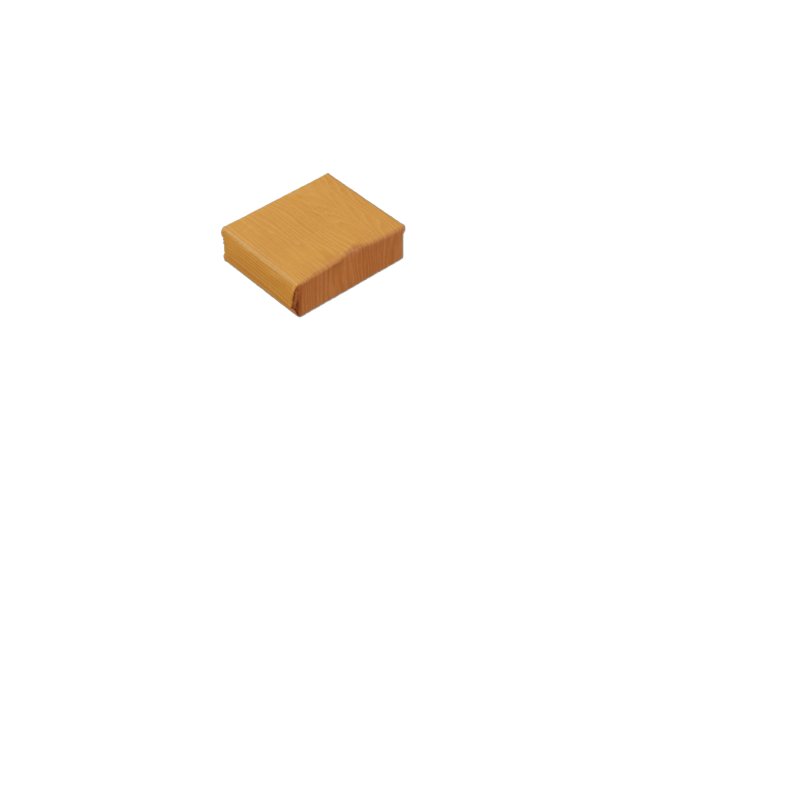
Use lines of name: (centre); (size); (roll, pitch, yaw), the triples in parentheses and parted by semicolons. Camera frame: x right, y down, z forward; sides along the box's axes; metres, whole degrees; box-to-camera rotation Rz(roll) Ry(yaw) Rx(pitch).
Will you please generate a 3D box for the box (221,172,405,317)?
box: (-0.053, -0.097, 0.679); (0.089, 0.028, 0.078); (-32, 52, -29)
